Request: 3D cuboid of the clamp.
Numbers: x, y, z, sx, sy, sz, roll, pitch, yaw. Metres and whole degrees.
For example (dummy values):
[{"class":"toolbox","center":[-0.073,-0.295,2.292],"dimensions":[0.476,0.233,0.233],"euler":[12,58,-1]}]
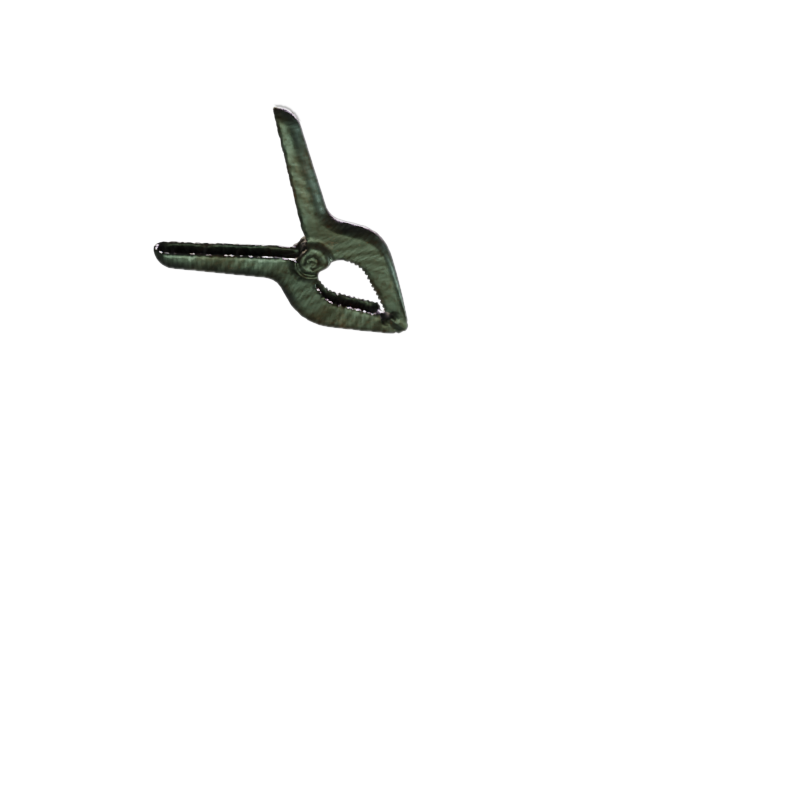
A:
[{"class":"clamp","center":[-0.070,-0.127,0.891],"dimensions":[0.203,0.161,0.039],"euler":[31,24,-15]}]
